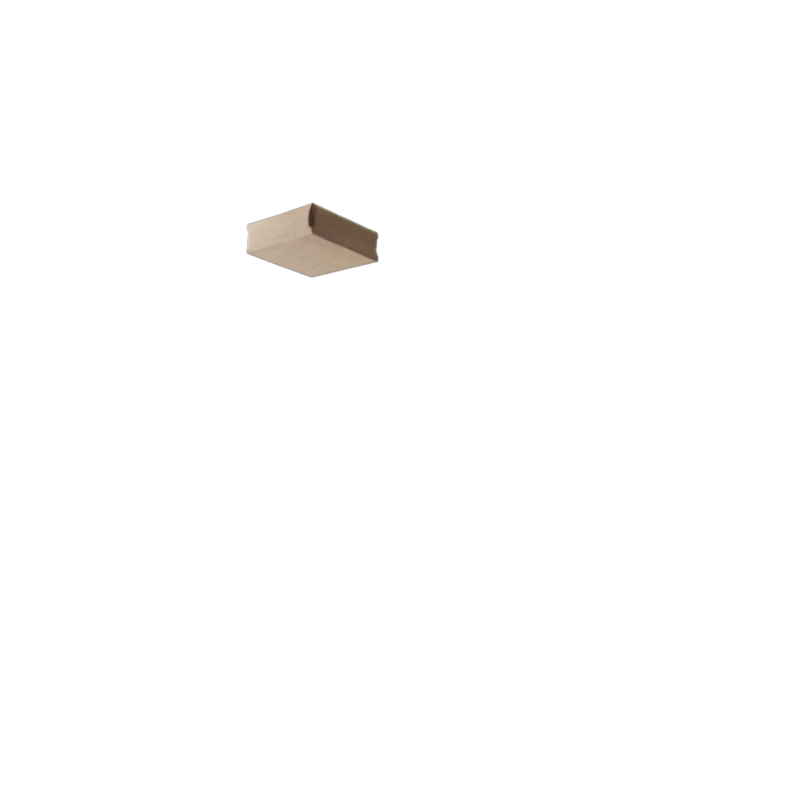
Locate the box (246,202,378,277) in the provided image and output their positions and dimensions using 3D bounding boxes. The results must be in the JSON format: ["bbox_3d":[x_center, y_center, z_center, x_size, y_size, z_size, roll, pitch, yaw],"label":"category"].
[{"bbox_3d":[-0.072,-0.132,0.925,0.075,0.031,0.084,-11,-17,37],"label":"box"}]
